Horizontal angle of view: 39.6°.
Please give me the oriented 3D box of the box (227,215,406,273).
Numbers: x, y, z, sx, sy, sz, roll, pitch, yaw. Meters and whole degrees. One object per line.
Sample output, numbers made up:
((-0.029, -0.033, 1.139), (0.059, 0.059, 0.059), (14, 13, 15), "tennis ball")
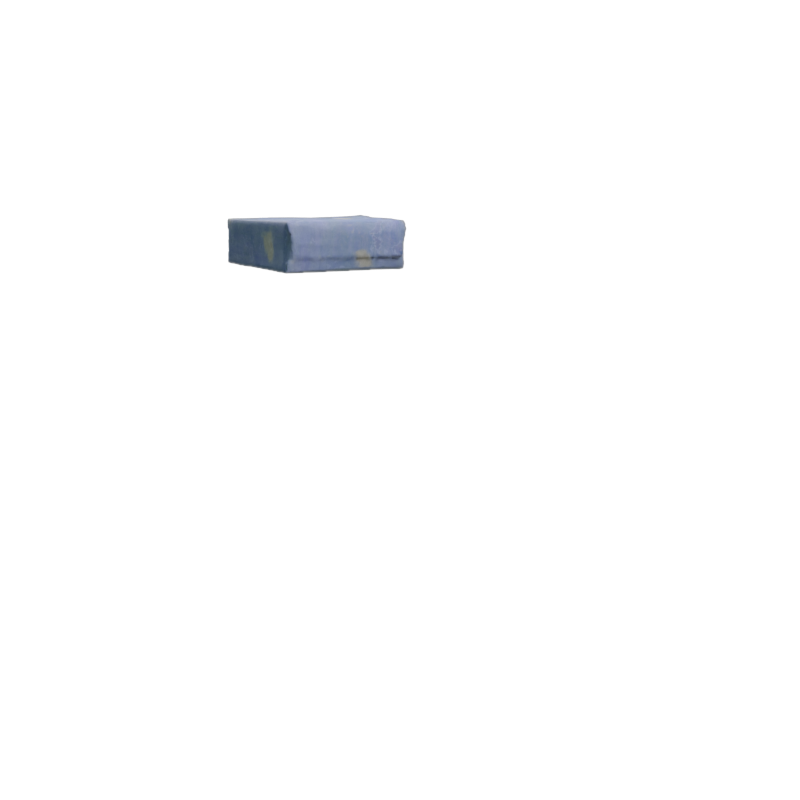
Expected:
((-0.049, -0.090, 0.633), (0.071, 0.030, 0.093), (-4, 10, -27), "box")
